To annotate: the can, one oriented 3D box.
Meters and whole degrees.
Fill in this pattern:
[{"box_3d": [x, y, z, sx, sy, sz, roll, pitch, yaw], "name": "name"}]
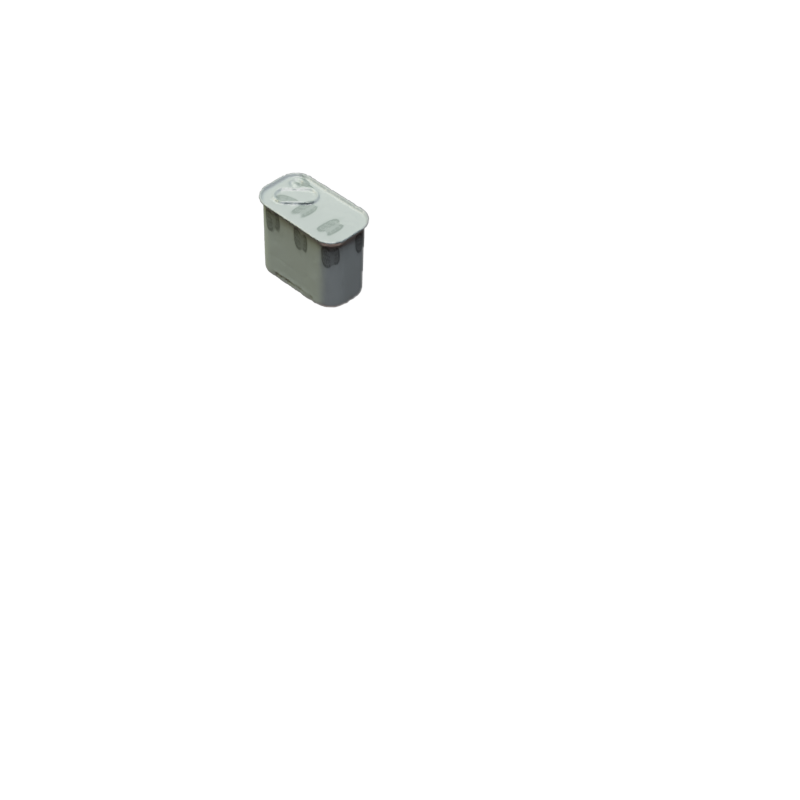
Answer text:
[{"box_3d": [-0.078, -0.142, 0.994, 0.109, 0.078, 0.058, 36, 54, 29], "name": "can"}]
